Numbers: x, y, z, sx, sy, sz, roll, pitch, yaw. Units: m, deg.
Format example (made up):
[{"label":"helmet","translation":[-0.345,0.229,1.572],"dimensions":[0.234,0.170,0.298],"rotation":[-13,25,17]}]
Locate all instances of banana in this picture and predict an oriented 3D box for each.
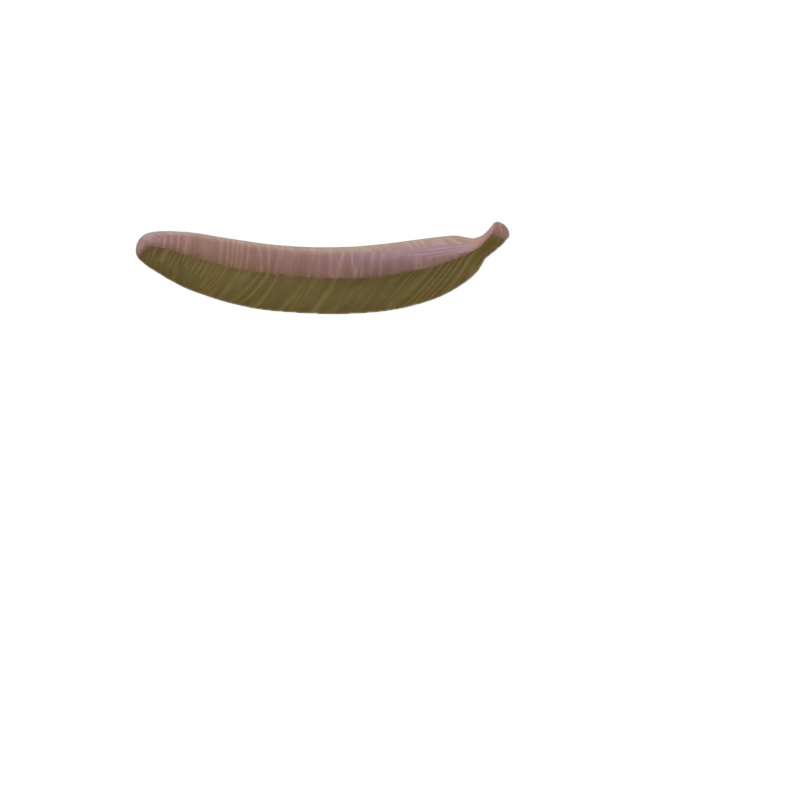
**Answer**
[{"label":"banana","translation":[-0.042,-0.075,0.610],"dimensions":[0.198,0.039,0.064],"rotation":[-3,-38,3]}]
